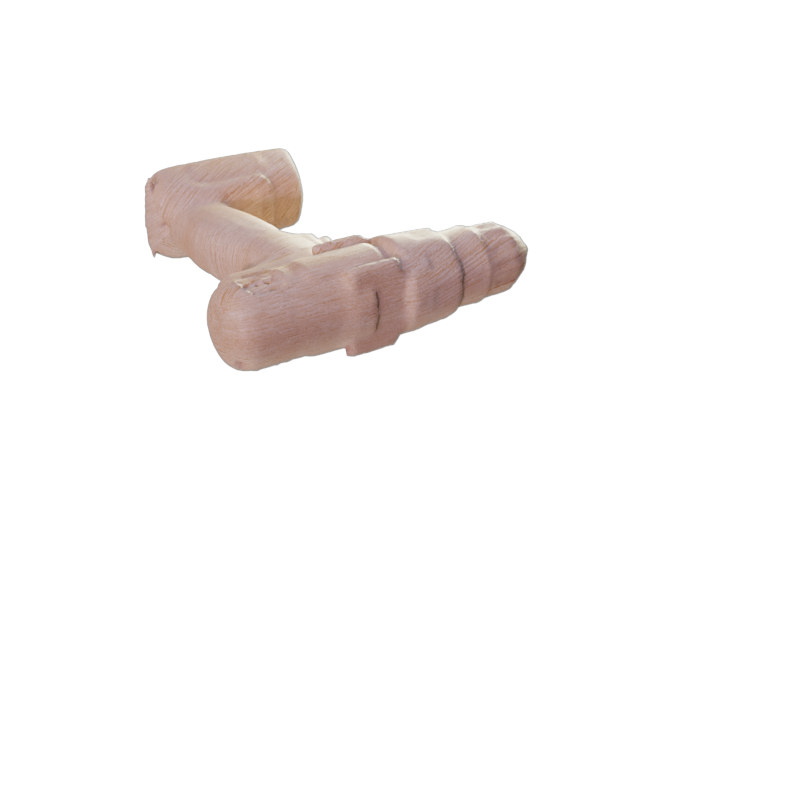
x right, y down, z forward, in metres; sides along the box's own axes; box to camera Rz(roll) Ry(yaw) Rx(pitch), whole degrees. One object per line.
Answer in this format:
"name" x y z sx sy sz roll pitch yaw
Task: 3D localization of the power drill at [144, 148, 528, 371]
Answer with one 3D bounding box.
"power drill" -0.049 -0.089 0.625 0.181 0.054 0.201 -16 32 -28
